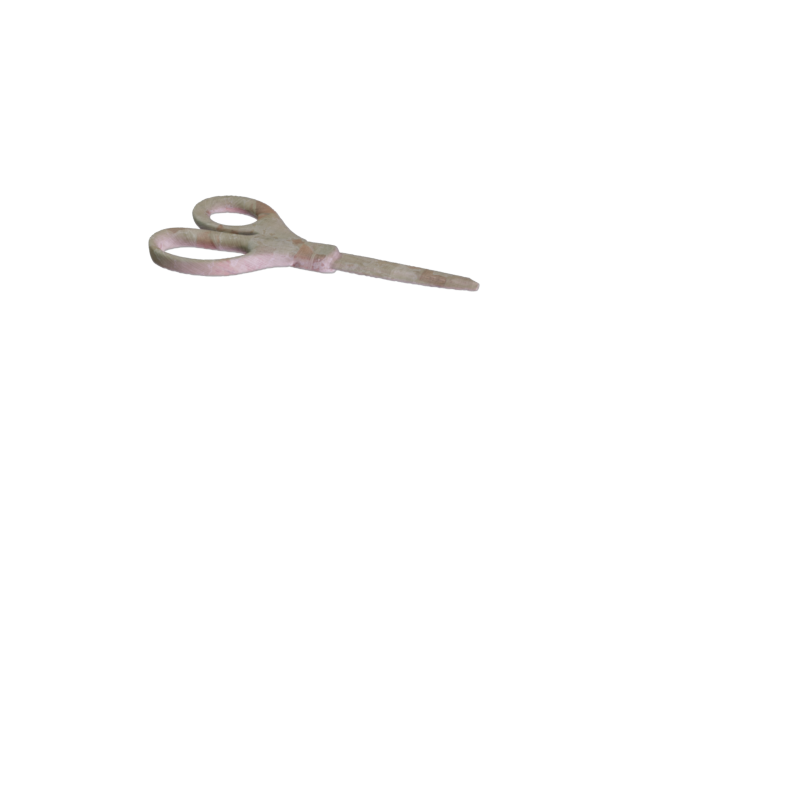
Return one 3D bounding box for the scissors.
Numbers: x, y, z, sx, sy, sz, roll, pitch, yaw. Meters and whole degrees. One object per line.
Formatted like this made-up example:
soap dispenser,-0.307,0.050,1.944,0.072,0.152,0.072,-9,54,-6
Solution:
scissors,-0.054,-0.099,0.693,0.203,0.015,0.102,2,36,3
